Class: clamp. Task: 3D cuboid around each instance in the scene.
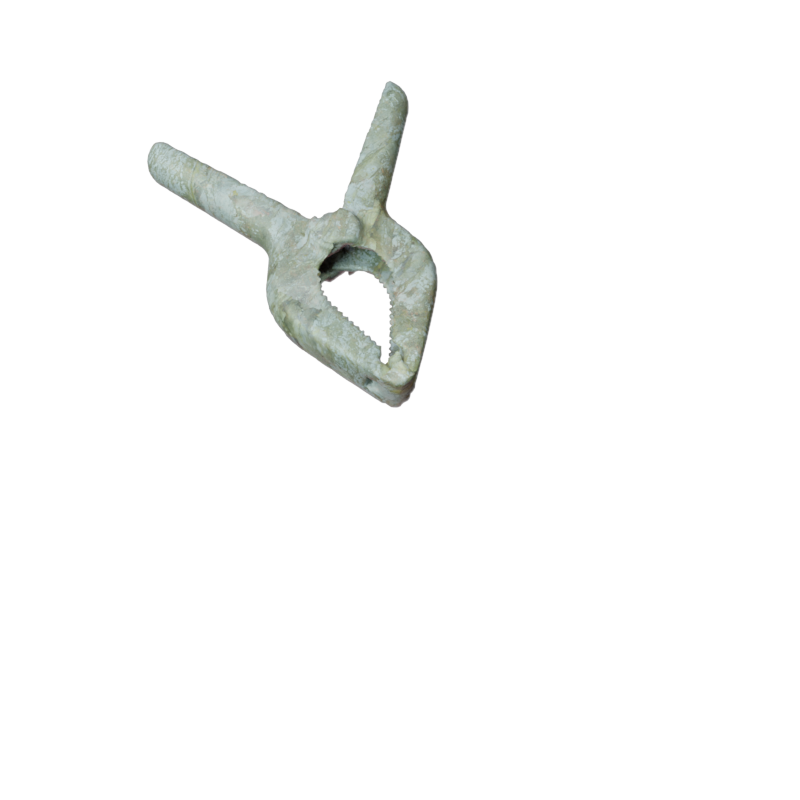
[{"bbox_3d":[-0.049,-0.089,0.626,0.163,0.226,0.034,-13,-32,-8],"label":"clamp"}]
